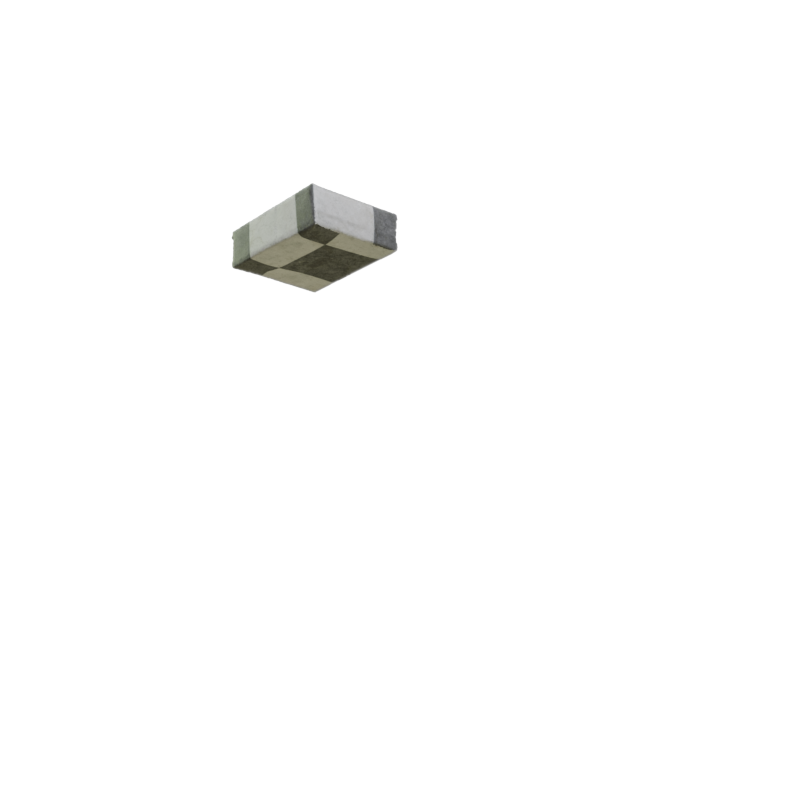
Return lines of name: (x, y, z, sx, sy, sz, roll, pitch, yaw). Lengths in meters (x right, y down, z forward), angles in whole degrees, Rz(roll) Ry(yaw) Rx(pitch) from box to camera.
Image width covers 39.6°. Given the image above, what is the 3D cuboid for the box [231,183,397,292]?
box: (-0.072, -0.130, 0.912, 0.085, 0.041, 0.114, 14, -22, -39)
